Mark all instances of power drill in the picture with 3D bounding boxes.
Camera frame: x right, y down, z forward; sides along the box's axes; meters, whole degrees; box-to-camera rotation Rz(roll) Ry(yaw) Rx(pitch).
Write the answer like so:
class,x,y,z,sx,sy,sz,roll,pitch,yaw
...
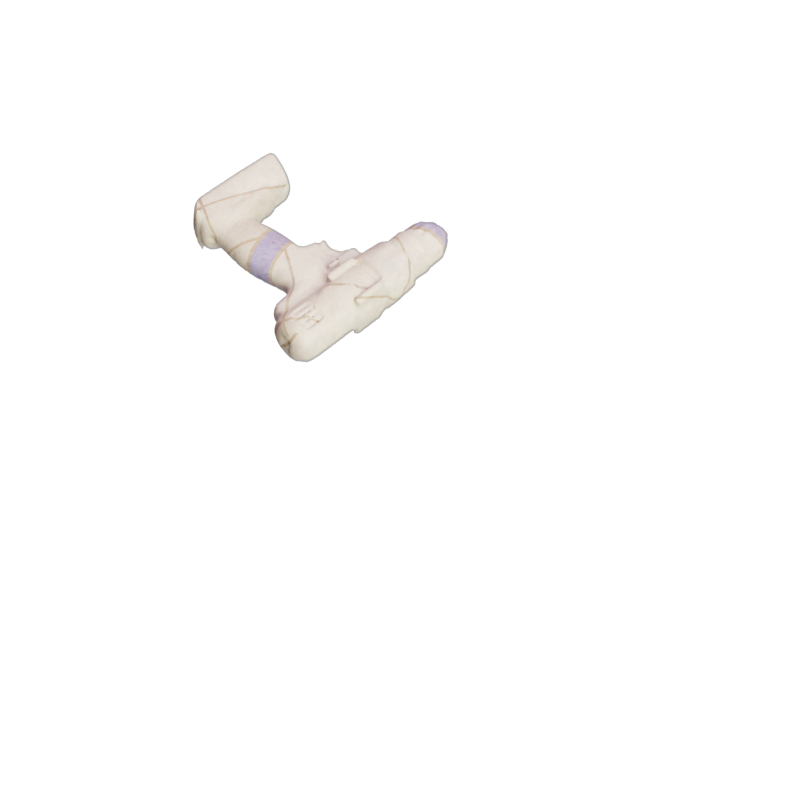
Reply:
class,x,y,z,sx,sy,sz,roll,pitch,yaw
power drill,-0.077,-0.140,0.979,0.186,0.053,0.200,-37,60,-26
